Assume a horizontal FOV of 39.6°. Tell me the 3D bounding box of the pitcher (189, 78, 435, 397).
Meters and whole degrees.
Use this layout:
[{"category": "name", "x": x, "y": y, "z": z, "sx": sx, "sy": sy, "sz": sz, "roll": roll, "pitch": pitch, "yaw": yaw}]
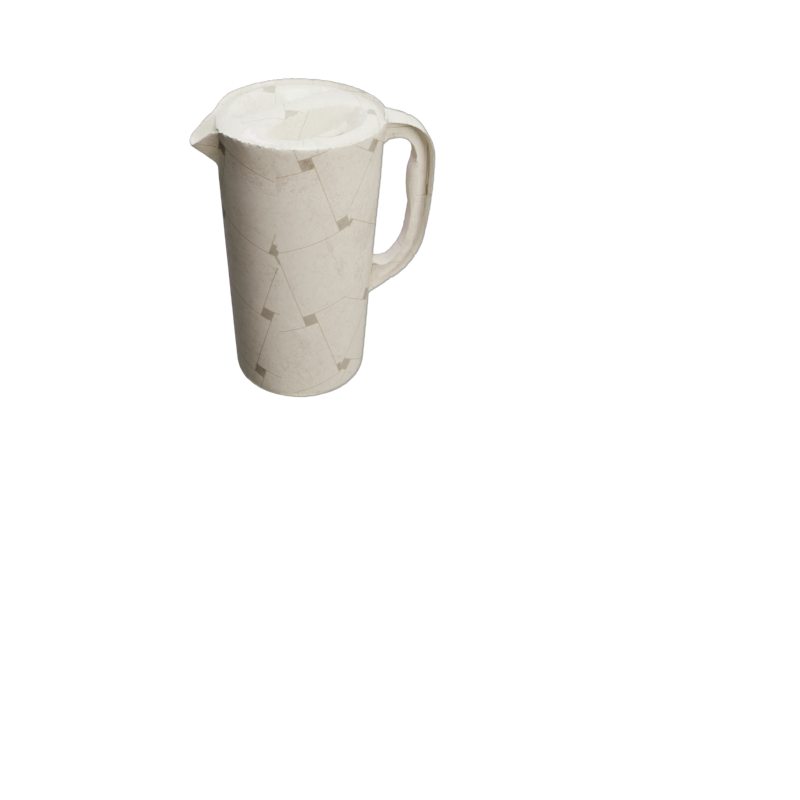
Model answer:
[{"category": "pitcher", "x": -0.070, "y": -0.127, "z": 0.893, "sx": 0.157, "sy": 0.228, "sz": 0.147, "roll": 21, "pitch": 39, "yaw": 26}]
